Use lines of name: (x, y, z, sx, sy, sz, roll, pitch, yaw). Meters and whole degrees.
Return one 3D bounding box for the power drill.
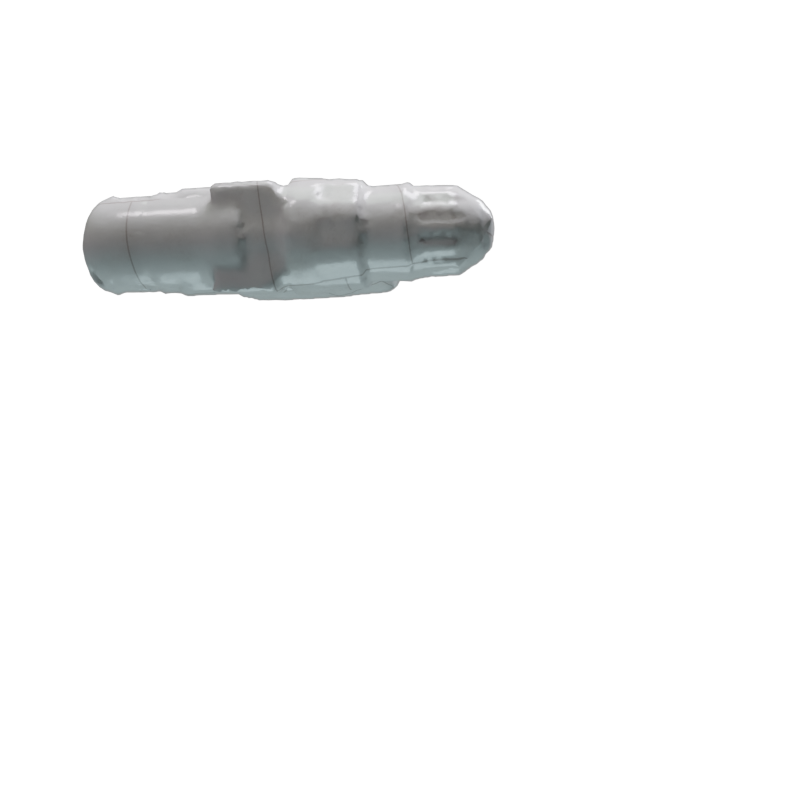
power drill: (-0.044, -0.080, 0.561, 0.187, 0.057, 0.185, 1, 4, 8)
